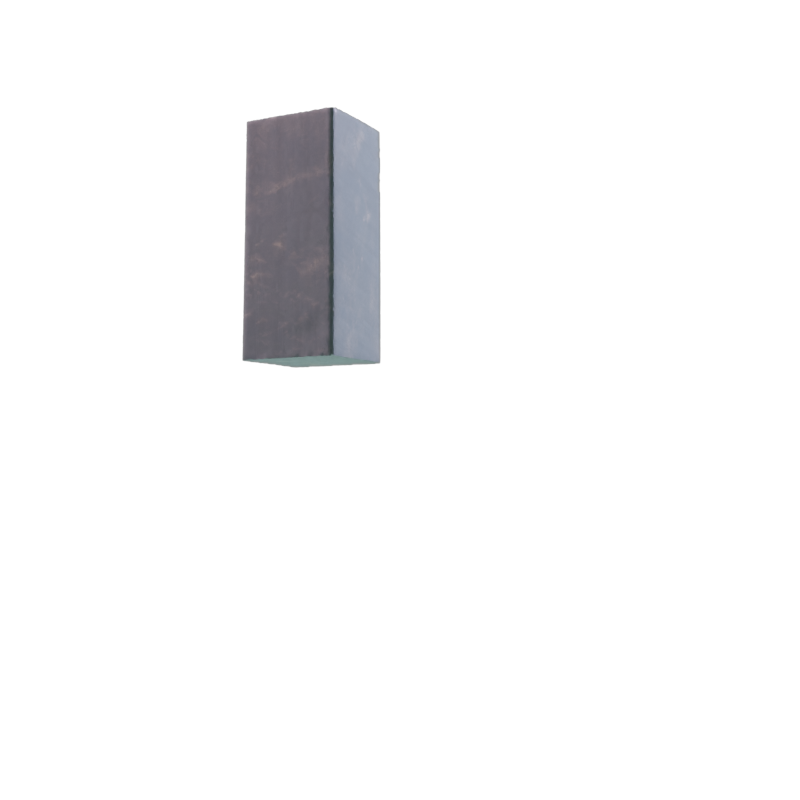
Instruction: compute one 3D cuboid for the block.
[{"bbox_3d":[-0.074,-0.136,0.952,0.093,0.211,0.086,-6,-11,27],"label":"block"}]
